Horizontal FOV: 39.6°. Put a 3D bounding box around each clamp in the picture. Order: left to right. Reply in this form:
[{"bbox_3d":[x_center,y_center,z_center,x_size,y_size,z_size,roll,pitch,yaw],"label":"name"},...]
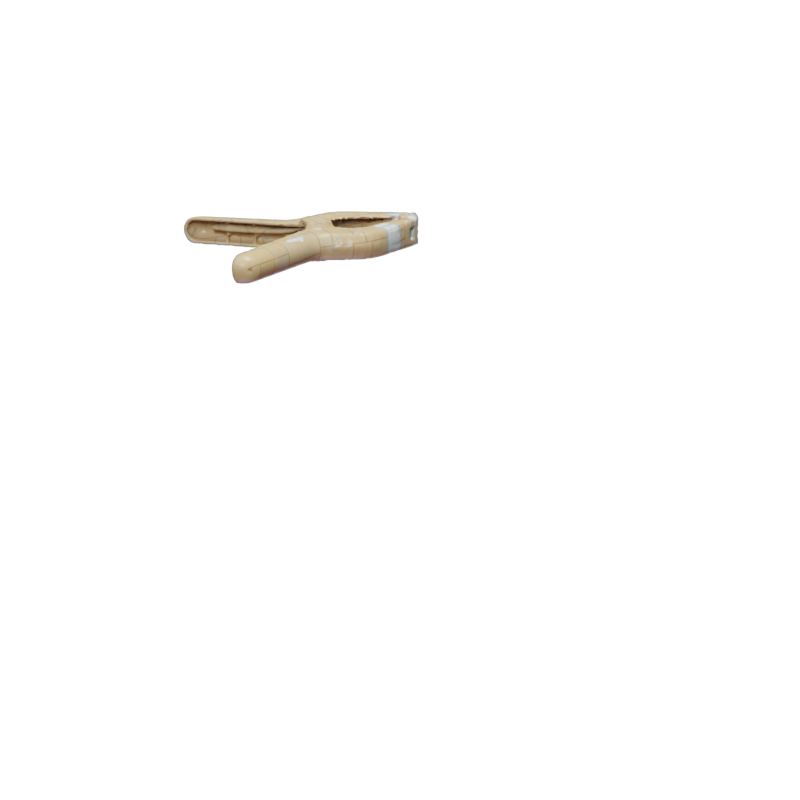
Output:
[{"bbox_3d":[-0.077,-0.140,0.984,0.207,0.035,0.174,-6,23,-15],"label":"clamp"}]
